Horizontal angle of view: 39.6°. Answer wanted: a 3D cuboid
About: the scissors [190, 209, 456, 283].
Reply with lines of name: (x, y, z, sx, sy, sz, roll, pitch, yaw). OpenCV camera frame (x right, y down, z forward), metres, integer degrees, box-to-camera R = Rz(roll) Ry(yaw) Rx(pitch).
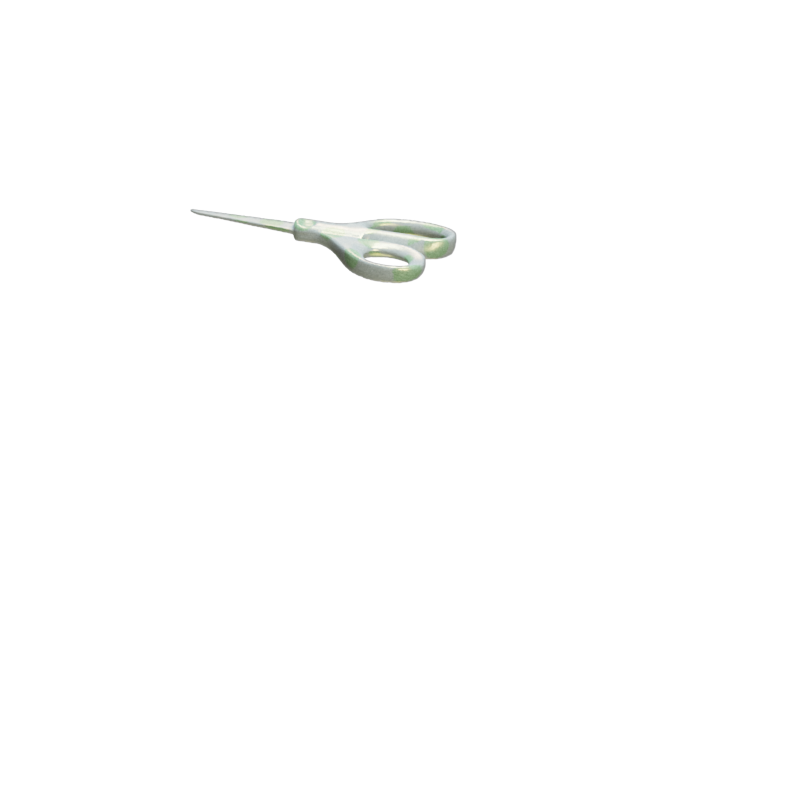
scissors: (-0.062, -0.113, 0.791, 0.204, 0.015, 0.101, 4, 30, 7)
